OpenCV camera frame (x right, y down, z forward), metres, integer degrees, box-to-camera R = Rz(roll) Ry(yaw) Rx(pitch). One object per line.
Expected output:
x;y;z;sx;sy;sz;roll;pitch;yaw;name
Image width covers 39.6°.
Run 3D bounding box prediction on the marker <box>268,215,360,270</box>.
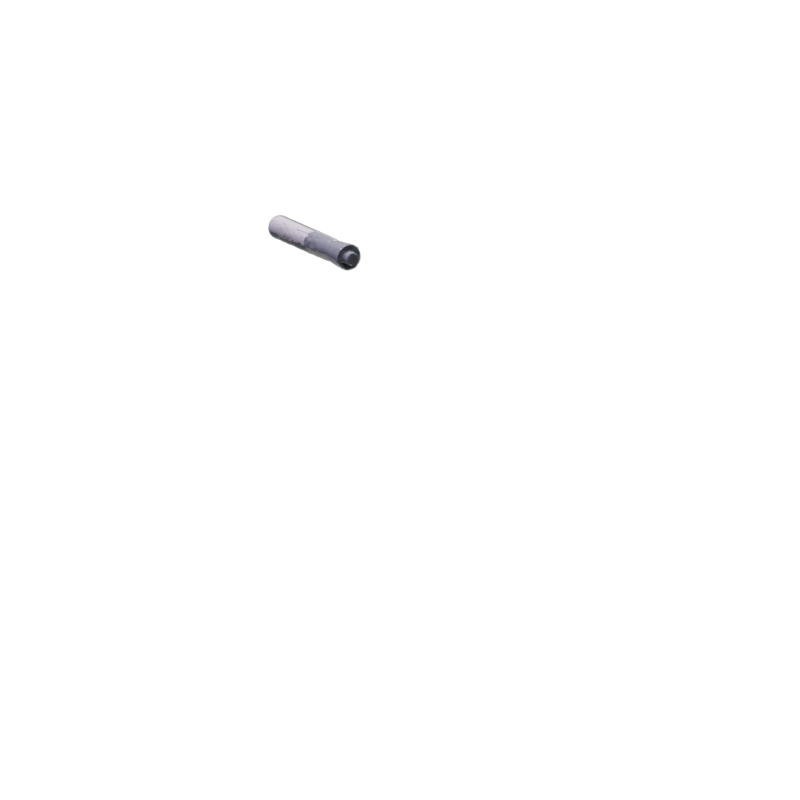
-0.064;-0.116;0.813;0.019;0.019;0.128;-2;19;-30;marker
